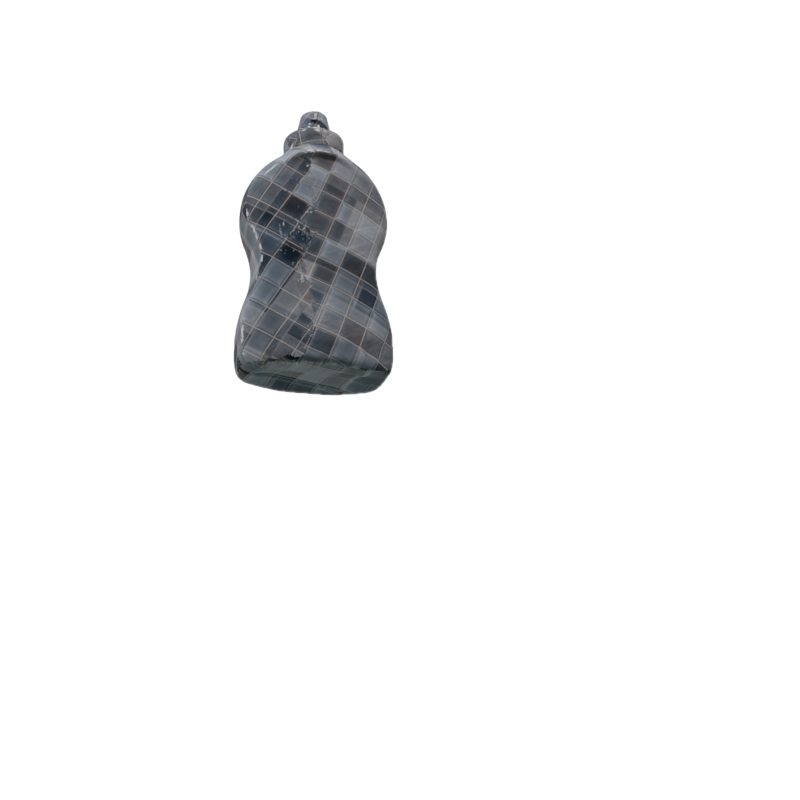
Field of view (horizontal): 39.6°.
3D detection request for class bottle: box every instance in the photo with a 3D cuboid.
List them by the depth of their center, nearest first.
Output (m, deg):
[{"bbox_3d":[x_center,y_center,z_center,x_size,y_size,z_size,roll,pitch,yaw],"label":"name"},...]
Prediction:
[{"bbox_3d":[-0.056,-0.103,0.716,0.094,0.203,0.056,4,-27,-11],"label":"bottle"}]
